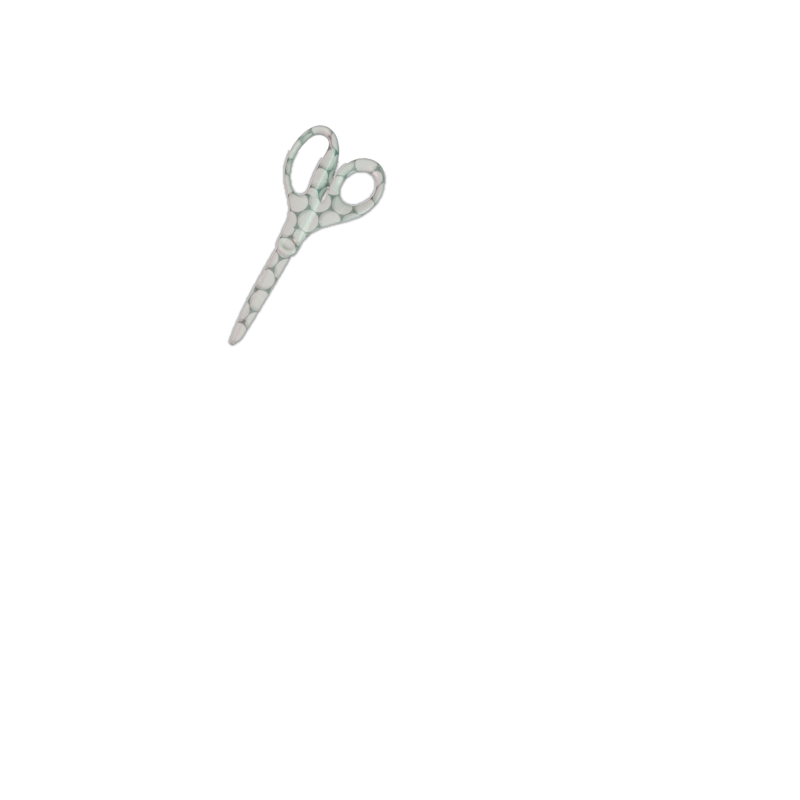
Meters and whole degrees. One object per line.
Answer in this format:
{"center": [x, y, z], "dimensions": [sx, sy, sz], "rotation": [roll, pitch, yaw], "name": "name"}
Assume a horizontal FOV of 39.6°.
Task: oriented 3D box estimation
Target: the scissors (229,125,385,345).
{"center": [-0.073, -0.133, 0.933], "dimensions": [0.097, 0.207, 0.015], "rotation": [12, -13, 3], "name": "scissors"}
